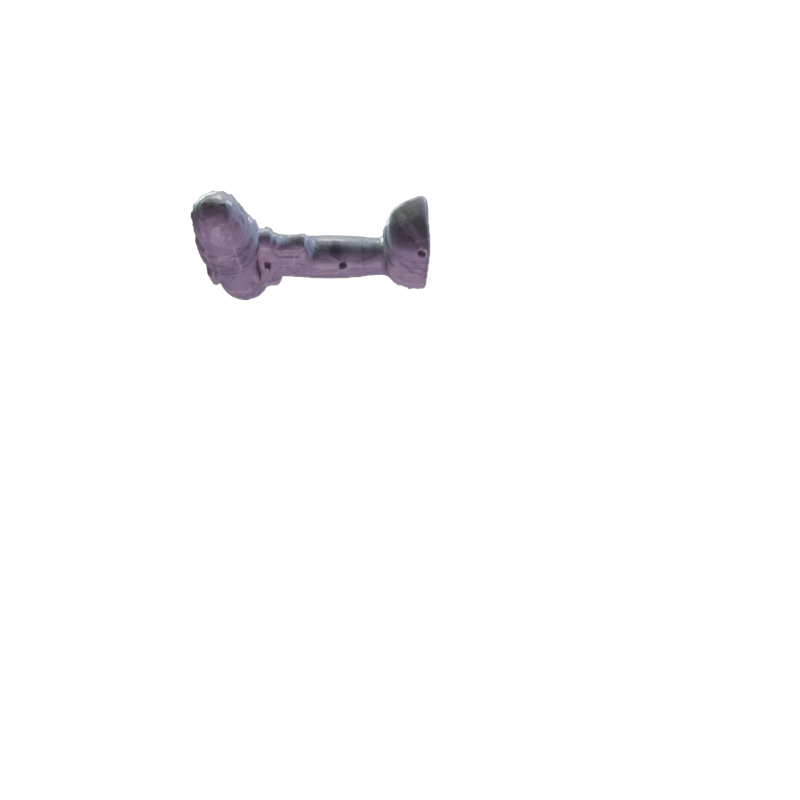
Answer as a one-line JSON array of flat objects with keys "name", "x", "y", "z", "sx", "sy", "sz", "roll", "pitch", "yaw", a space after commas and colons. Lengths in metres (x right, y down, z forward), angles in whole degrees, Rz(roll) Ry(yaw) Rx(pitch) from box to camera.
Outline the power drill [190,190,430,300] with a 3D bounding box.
[{"name": "power drill", "x": -0.071, "y": -0.129, "z": 0.904, "sx": 0.188, "sy": 0.059, "sz": 0.178, "roll": 0, "pitch": -10, "yaw": 2}]
